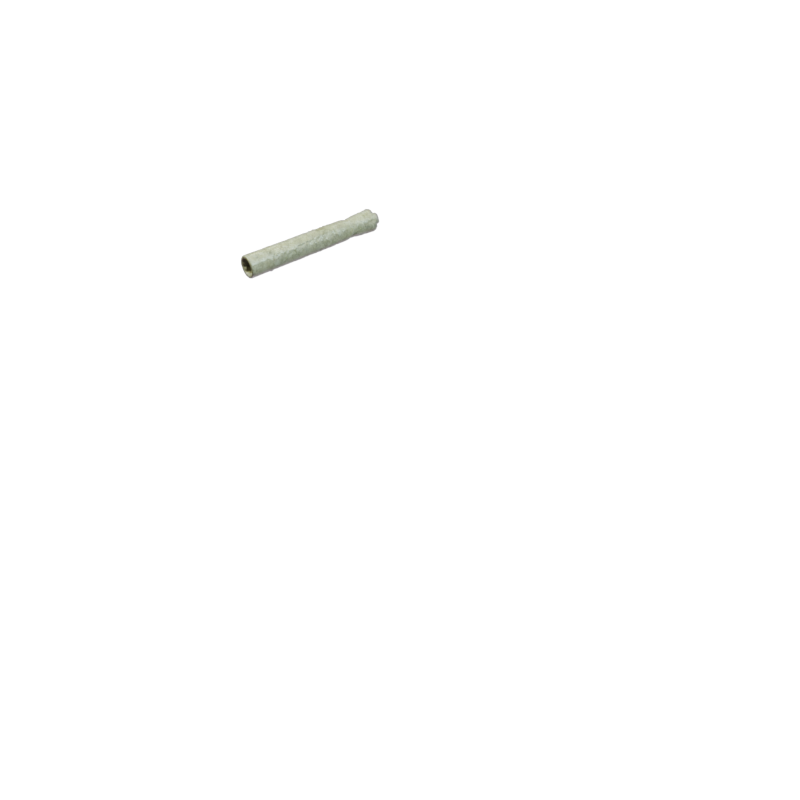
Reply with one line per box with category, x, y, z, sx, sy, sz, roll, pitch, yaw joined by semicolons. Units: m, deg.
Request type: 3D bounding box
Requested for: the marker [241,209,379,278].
marker;-0.068;-0.124;0.870;0.120;0.019;0.020;-25;15;-26
